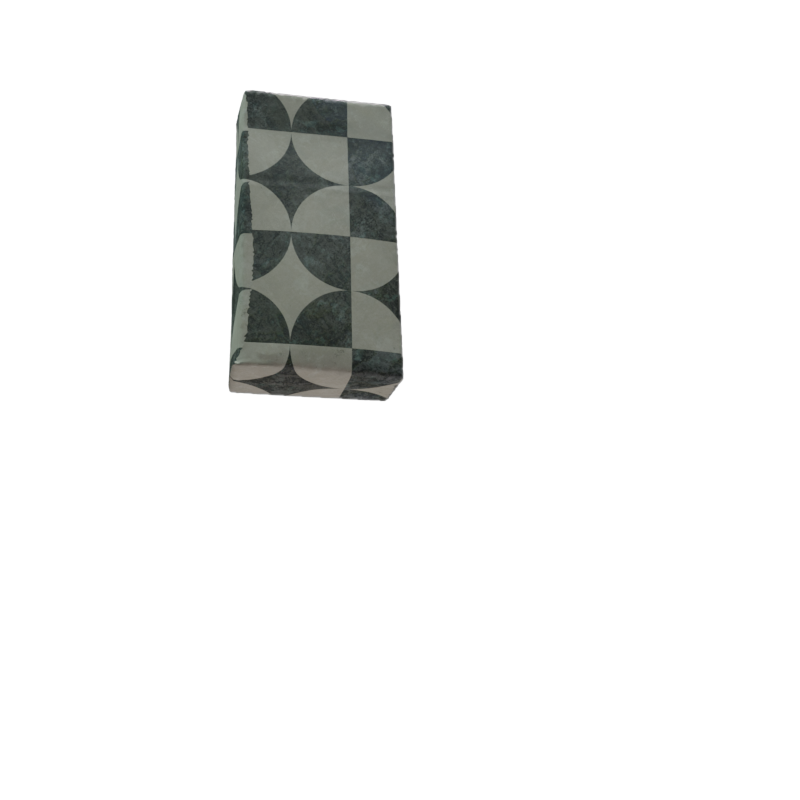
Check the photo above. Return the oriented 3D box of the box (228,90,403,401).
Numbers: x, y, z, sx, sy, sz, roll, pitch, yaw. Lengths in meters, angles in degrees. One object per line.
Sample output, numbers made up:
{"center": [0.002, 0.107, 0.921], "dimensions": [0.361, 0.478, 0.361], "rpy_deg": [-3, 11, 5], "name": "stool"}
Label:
{"center": [-0.050, -0.091, 0.640], "dimensions": [0.092, 0.187, 0.046], "rpy_deg": [4, -27, -11], "name": "box"}
